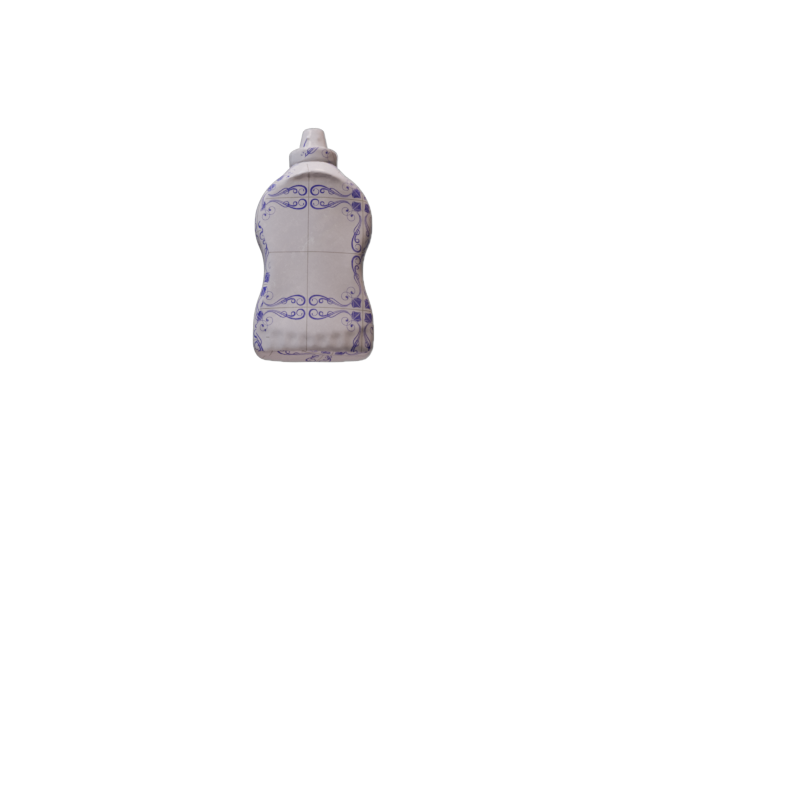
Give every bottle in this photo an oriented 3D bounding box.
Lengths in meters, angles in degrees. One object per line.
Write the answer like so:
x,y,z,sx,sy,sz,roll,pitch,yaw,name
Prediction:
-0.071,-0.129,0.903,0.096,0.198,0.056,-1,-13,-1,bottle
